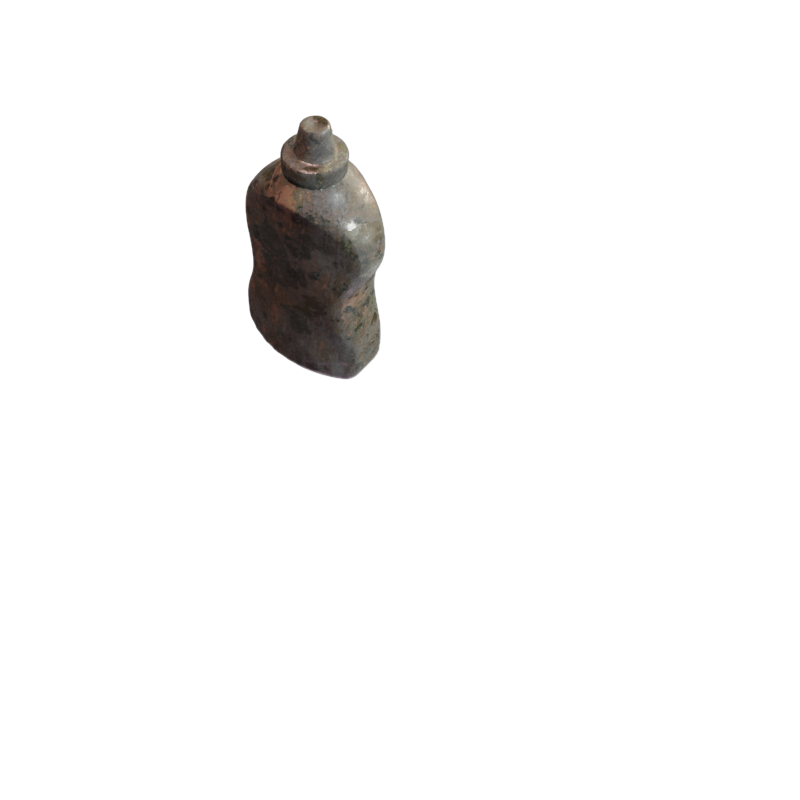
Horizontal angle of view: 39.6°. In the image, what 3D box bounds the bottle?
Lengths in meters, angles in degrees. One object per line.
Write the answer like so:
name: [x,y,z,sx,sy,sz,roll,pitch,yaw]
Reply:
bottle: [-0.055,-0.101,0.708,0.101,0.179,0.059,34,56,23]
